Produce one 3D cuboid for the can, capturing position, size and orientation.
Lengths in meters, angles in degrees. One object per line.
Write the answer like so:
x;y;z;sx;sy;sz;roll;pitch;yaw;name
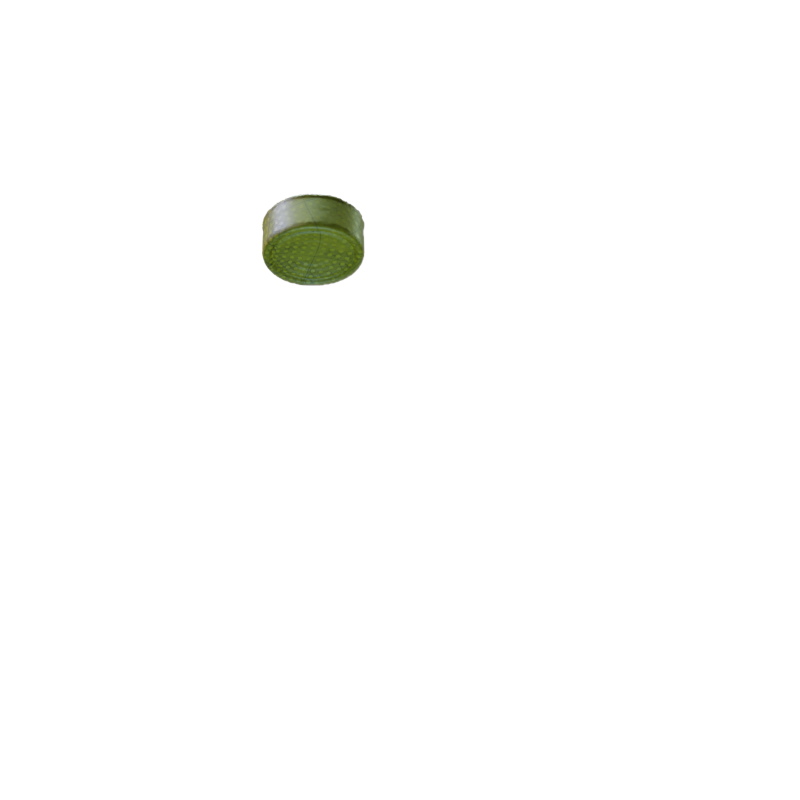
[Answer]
-0.072;-0.131;0.921;0.086;0.036;0.080;1;-32;-2;can
